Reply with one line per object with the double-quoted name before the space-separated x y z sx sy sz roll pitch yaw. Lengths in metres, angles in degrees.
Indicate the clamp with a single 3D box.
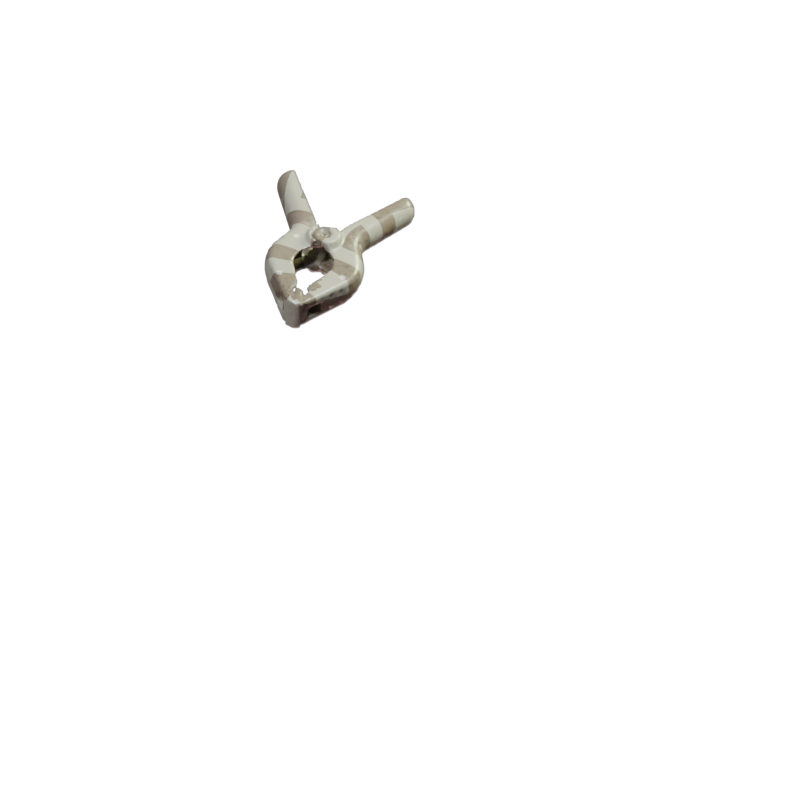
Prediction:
"clamp" -0.071 -0.129 0.906 0.124 0.037 0.178 15 44 17
